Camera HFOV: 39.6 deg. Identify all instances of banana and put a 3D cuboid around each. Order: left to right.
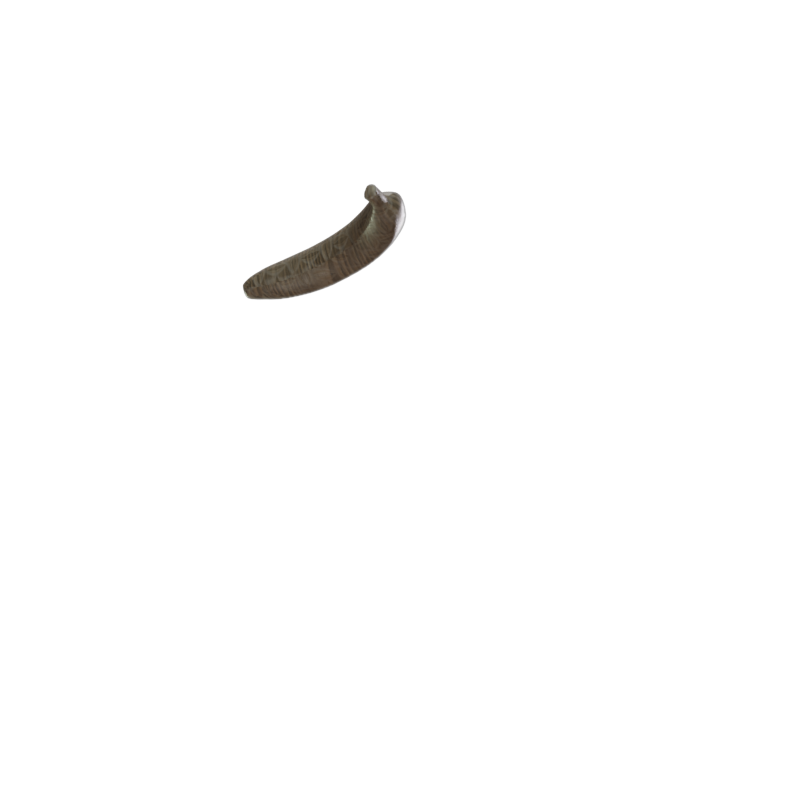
[{"bbox_3d":[-0.053,-0.126,0.908,0.066,0.039,0.196,18,-31,-32],"label":"banana"}]
